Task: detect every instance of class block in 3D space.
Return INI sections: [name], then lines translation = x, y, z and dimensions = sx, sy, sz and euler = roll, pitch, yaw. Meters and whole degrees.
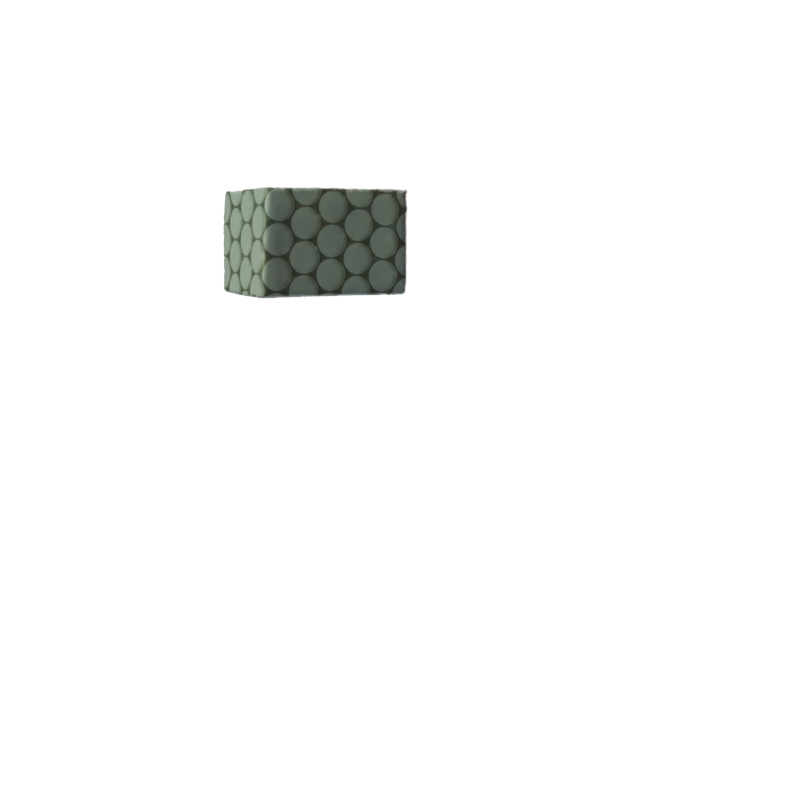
[block]
translation = -0.043, -0.078, 0.544
dimensions = 0.076, 0.051, 0.055
euler = -3, 6, -28
